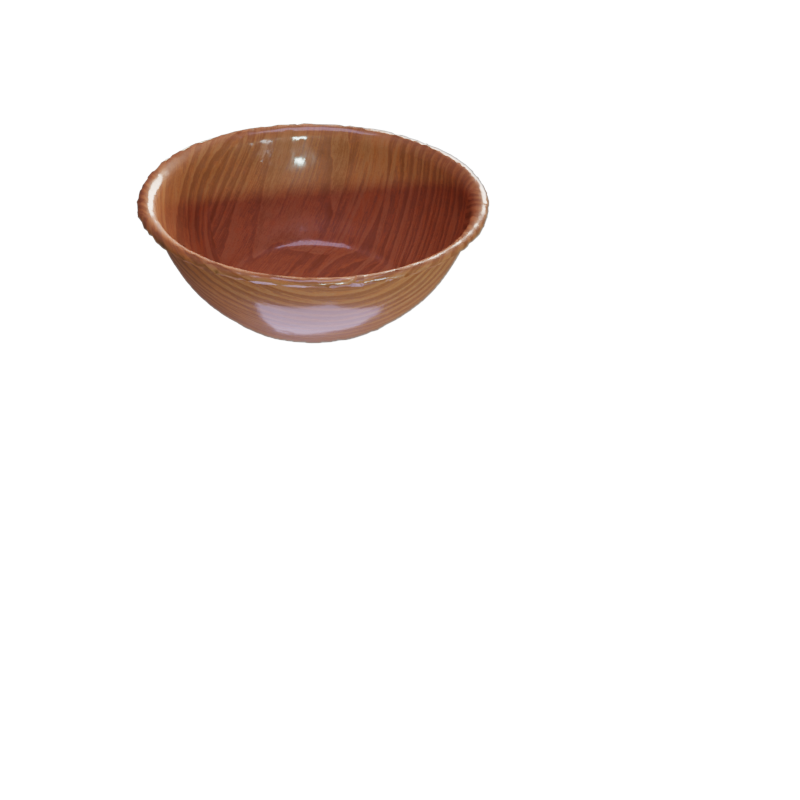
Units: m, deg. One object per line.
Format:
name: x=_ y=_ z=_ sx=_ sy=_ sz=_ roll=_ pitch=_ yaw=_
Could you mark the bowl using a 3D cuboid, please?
bowl: x=-0.041 y=-0.075 z=0.524 sx=0.162 sy=0.052 sz=0.173 roll=-1 pitch=35 yaw=-2
